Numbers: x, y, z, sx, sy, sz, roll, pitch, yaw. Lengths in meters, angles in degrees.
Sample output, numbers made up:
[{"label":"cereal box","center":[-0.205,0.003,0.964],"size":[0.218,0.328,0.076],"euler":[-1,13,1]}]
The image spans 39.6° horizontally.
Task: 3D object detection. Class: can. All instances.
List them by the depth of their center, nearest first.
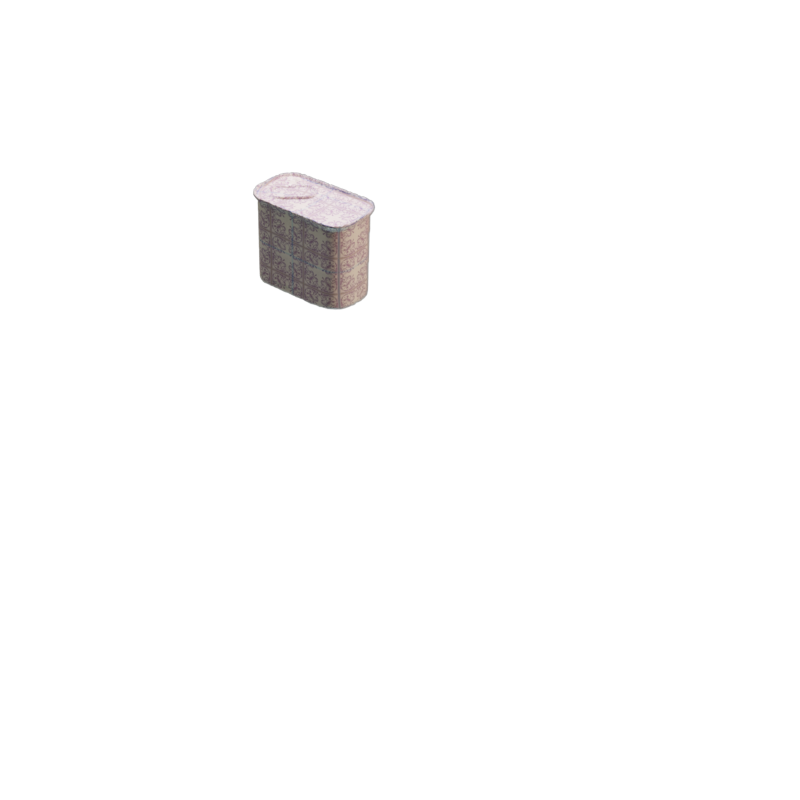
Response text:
[{"label":"can","center":[-0.072,-0.132,0.921],"size":[0.108,0.079,0.058],"euler":[25,40,31]}]
